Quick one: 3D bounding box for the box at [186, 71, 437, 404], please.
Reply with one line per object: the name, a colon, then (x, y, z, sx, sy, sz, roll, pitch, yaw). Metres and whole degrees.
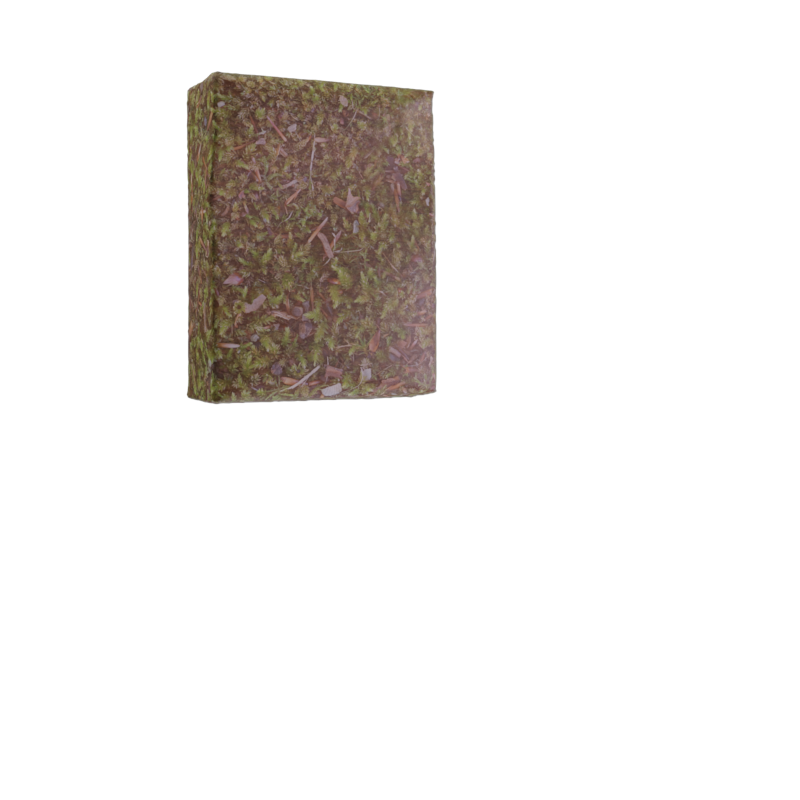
box: (-0.059, -0.108, 0.755, 0.159, 0.216, 0.073, 0, -3, -23)
